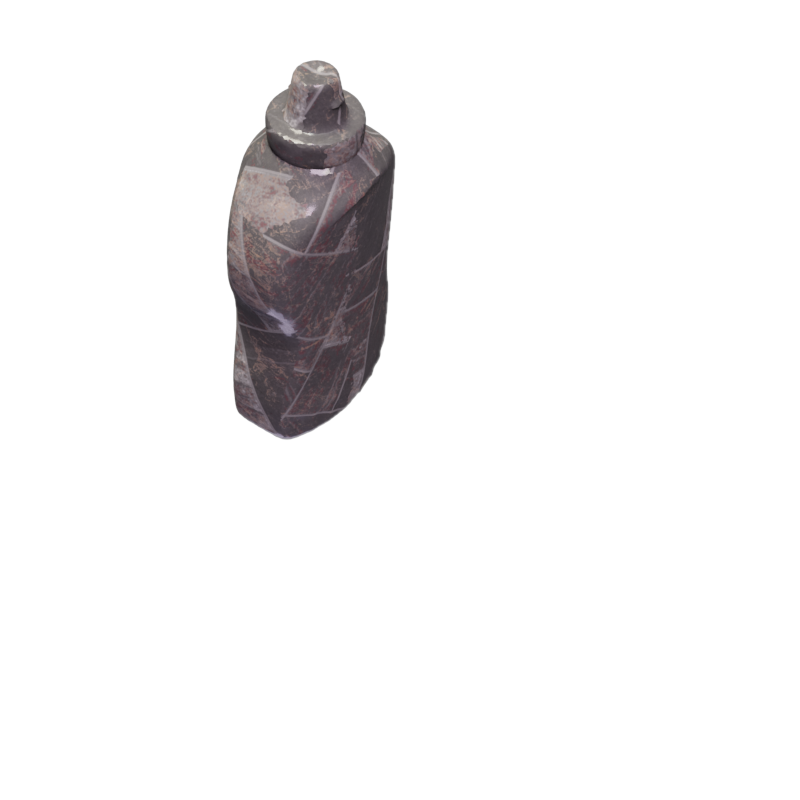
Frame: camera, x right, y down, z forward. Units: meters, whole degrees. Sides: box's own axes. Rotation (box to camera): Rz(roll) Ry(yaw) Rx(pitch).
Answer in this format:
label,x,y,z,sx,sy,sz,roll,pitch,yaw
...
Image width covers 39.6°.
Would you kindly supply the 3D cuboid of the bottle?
label,x,y,z,sx,sy,sz,roll,pitch,yaw
bottle,-0.039,-0.071,0.501,0.061,0.179,0.098,29,54,19
